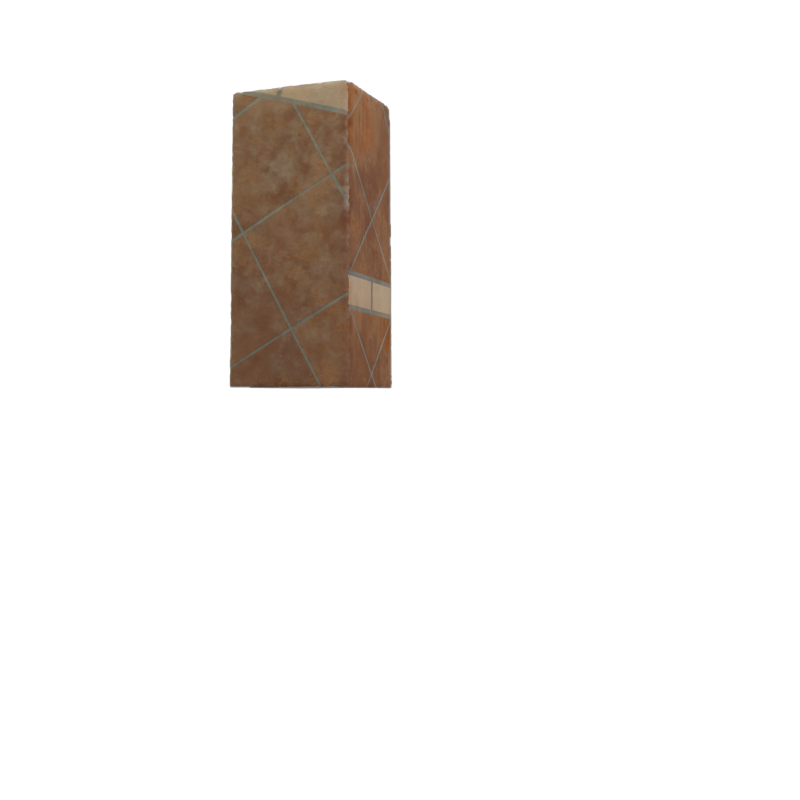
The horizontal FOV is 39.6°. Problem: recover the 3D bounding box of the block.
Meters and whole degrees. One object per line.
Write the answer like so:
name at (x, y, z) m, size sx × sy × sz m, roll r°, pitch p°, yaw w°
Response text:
block at (-0.061, -0.112, 0.787) m, size 0.092 × 0.210 × 0.087 m, roll -3°, pitch -7°, yaw 21°
